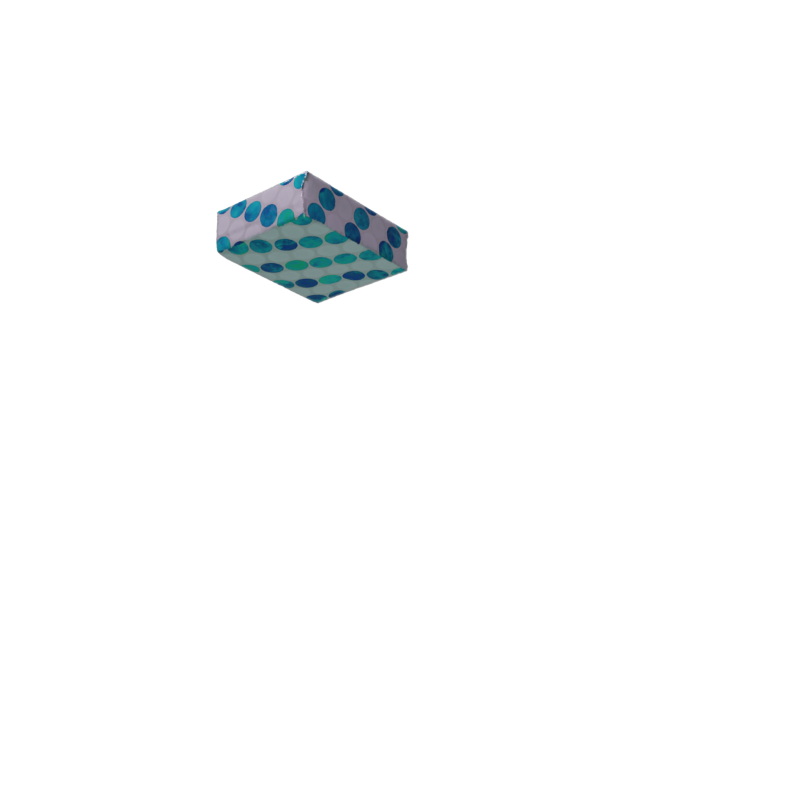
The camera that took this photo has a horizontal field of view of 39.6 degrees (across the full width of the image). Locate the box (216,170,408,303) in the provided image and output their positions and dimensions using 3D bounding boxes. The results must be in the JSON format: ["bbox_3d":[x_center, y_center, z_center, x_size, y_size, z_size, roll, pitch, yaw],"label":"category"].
[{"bbox_3d":[-0.062,-0.113,0.795,0.091,0.041,0.106,-18,-27,37],"label":"box"}]
